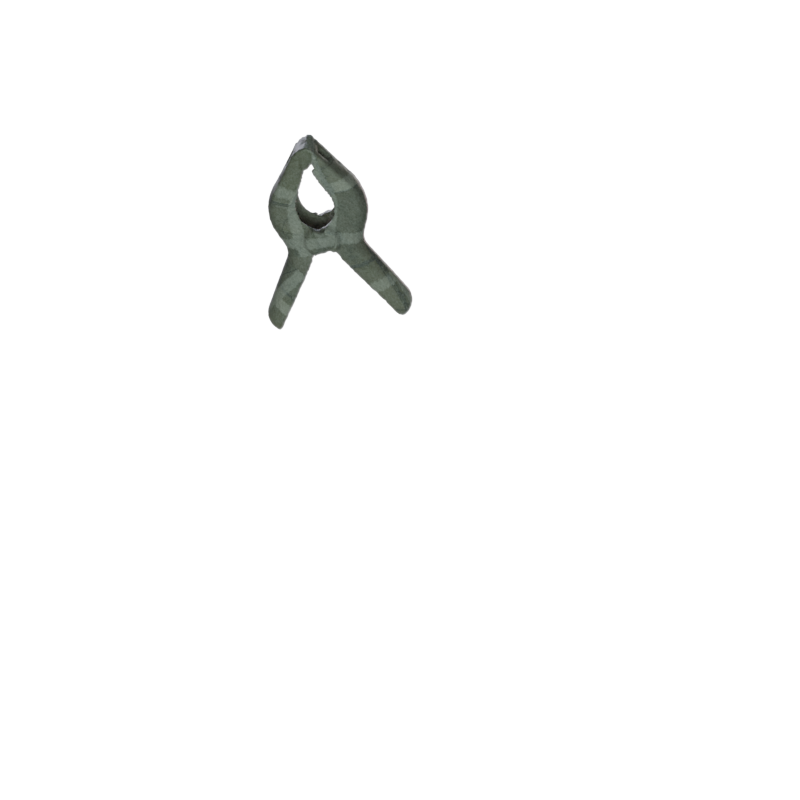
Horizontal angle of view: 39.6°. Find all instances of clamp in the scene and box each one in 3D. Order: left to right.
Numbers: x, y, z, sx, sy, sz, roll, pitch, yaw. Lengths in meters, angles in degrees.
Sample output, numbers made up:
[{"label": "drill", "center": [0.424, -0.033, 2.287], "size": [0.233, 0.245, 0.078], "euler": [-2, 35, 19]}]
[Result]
[{"label": "clamp", "center": [-0.070, -0.128, 0.897], "size": [0.120, 0.161, 0.041], "euler": [-17, 26, 8]}]
